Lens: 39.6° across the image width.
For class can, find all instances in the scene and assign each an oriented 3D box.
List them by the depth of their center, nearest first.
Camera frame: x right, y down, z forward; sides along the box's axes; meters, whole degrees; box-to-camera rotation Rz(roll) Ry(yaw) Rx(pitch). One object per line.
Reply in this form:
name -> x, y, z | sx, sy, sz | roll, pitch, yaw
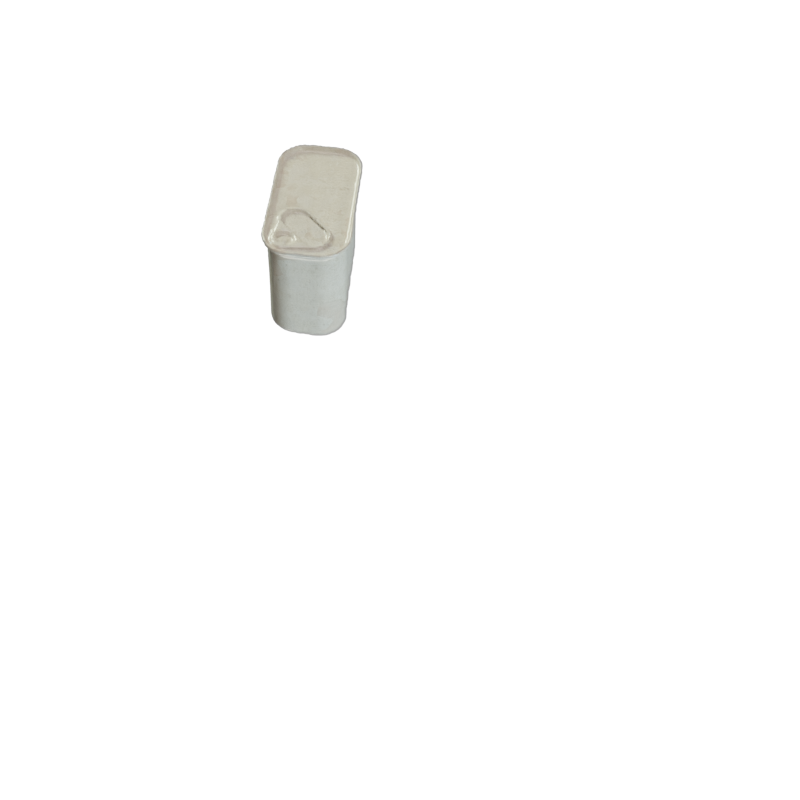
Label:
can -> -0.058, -0.107, 0.747 | 0.058, 0.109, 0.078 | 5, -40, 1
